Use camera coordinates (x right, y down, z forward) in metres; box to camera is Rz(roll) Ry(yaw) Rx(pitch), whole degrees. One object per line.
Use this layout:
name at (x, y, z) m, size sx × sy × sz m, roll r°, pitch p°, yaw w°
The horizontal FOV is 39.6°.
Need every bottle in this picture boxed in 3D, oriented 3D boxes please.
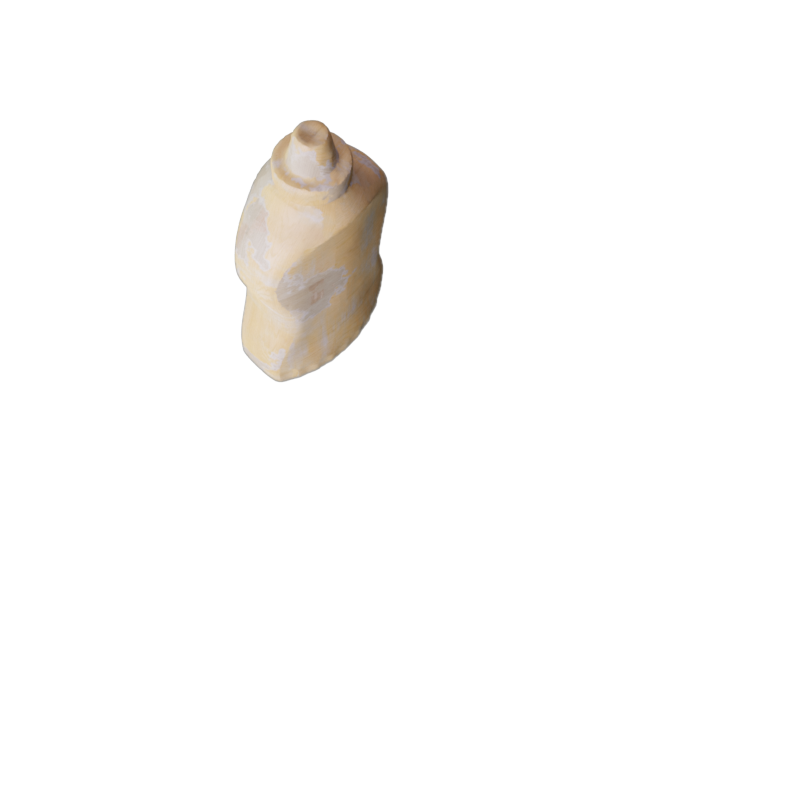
bottle at (-0.048, -0.087, 0.608) m, size 0.097 × 0.061 × 0.181 m, roll -42°, pitch -17°, yaw -21°
